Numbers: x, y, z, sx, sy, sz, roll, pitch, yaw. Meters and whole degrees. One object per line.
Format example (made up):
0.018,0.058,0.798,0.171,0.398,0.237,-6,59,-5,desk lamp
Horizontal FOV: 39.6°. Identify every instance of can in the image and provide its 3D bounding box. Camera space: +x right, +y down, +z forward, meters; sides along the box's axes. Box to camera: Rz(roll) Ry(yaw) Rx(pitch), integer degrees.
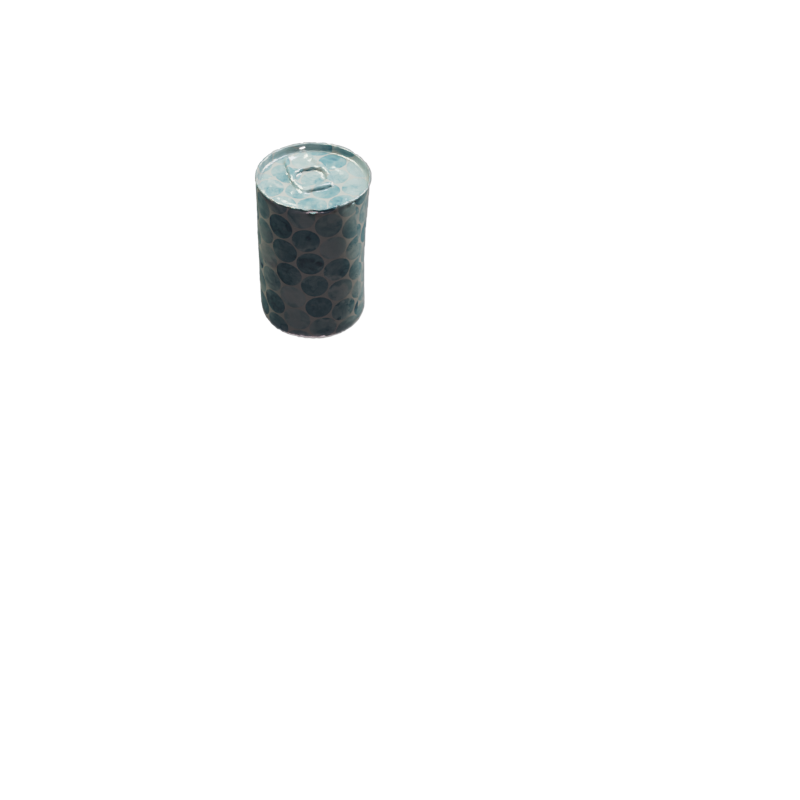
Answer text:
-0.053,-0.096,0.675,0.068,0.095,0.074,0,43,-3,can
